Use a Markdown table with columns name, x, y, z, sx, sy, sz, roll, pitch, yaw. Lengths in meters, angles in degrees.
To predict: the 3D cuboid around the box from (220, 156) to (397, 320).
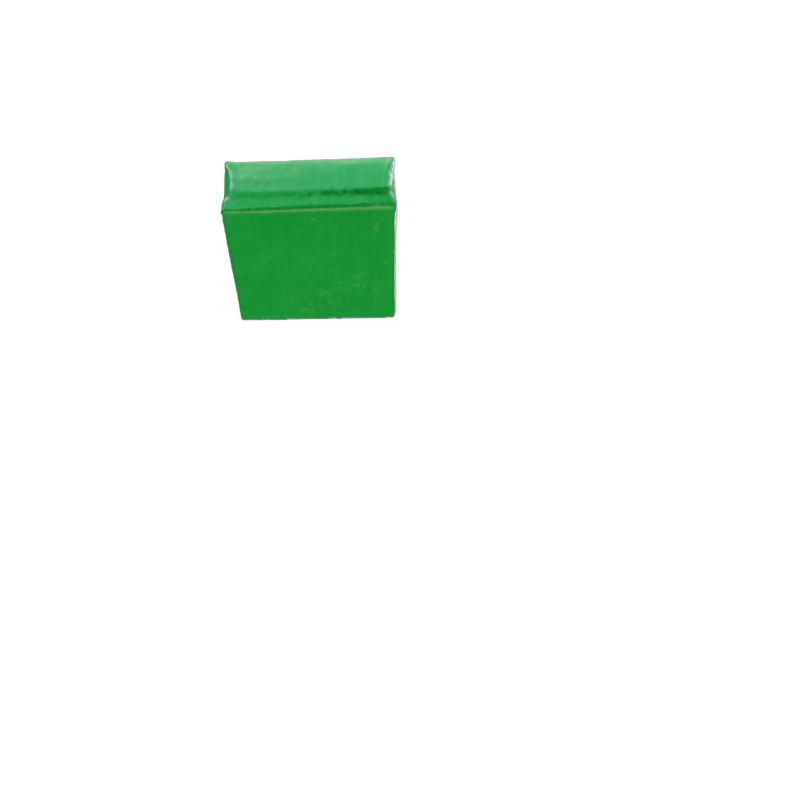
| name | x | y | z | sx | sy | sz | roll | pitch | yaw |
| --- | --- | --- | --- | --- | --- | --- | --- | --- | --- |
| box | -0.039 | -0.070 | 0.493 | 0.073 | 0.032 | 0.083 | -1 | -31 | 1 |
